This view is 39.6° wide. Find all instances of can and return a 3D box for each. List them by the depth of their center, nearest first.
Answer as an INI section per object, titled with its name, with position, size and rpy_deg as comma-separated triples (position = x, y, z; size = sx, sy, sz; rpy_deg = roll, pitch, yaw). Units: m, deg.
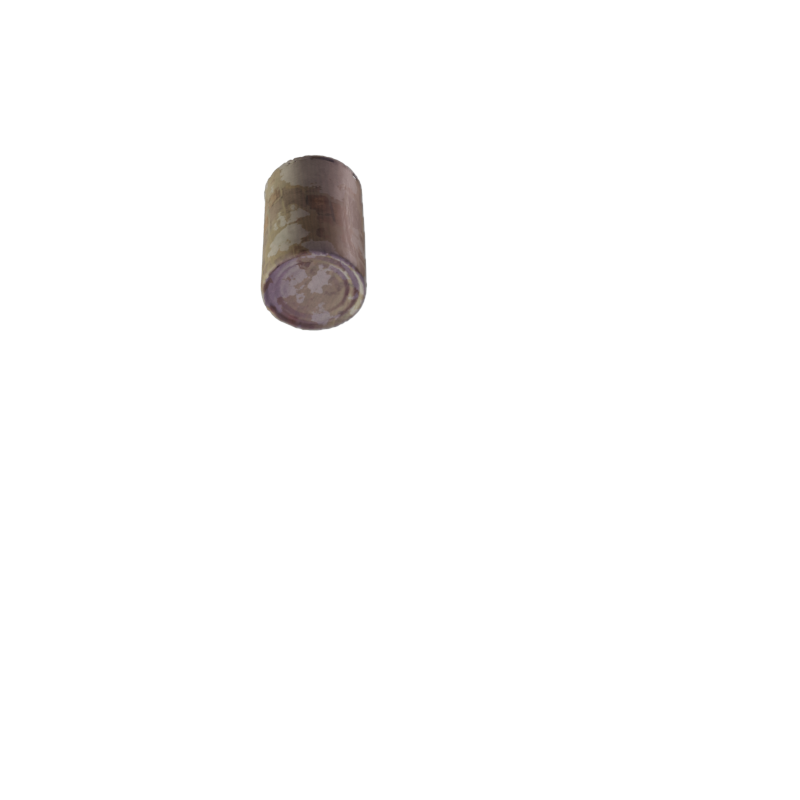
[can]
position = -0.057, -0.103, 0.724
size = 0.068, 0.064, 0.110
rpy_deg = -1, 43, -3
